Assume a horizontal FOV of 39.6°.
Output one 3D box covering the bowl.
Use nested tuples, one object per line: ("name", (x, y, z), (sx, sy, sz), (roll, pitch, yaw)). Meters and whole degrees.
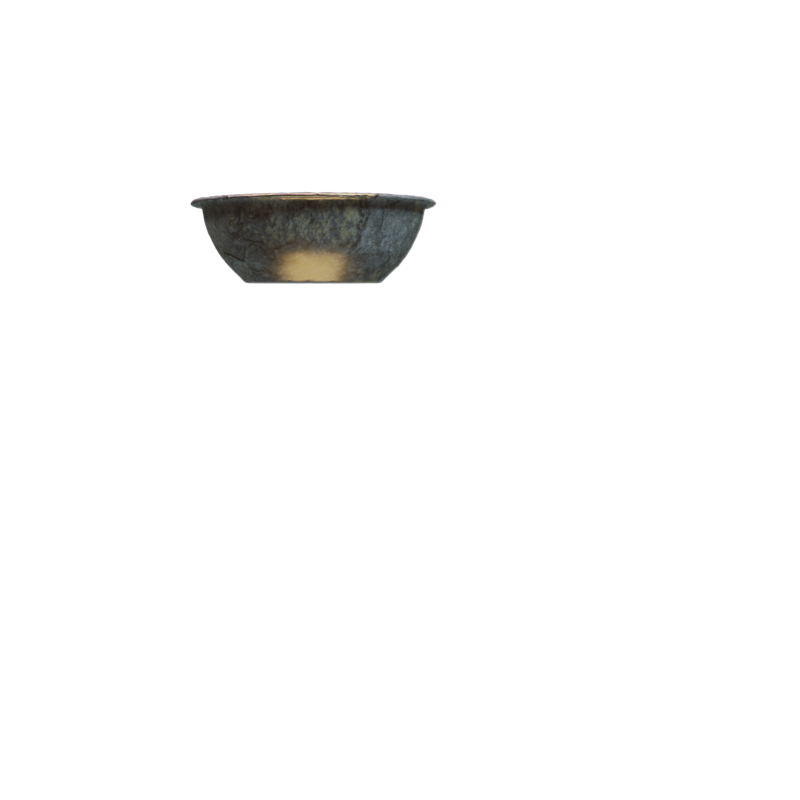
("bowl", (-0.057, -0.105, 0.733), (0.162, 0.055, 0.163), (0, 5, -2))
